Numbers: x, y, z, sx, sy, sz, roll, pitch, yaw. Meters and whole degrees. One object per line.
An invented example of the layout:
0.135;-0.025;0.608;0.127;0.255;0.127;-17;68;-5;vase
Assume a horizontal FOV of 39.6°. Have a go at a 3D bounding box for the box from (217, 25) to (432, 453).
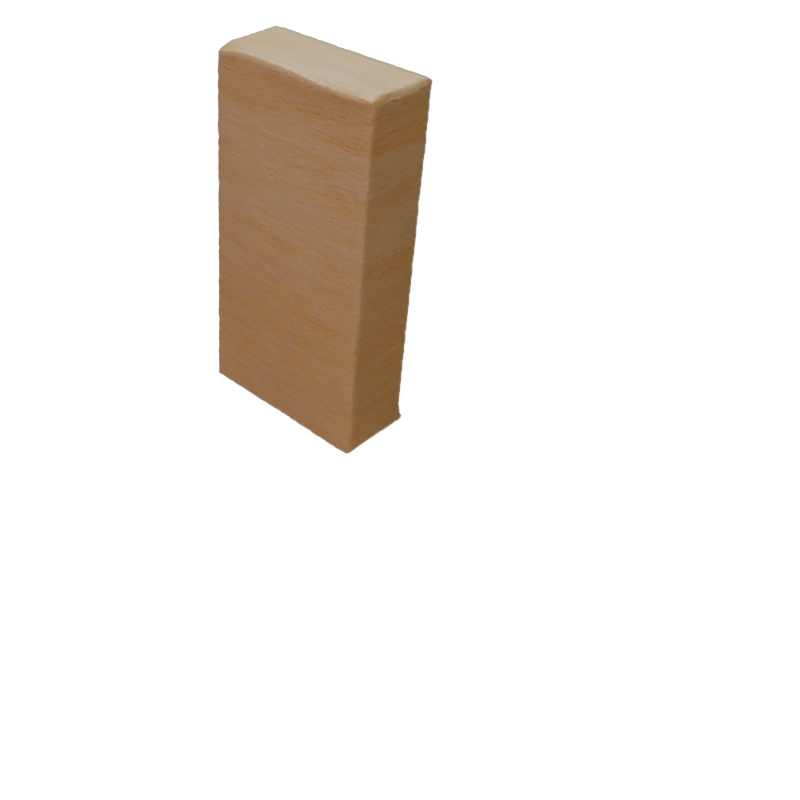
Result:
-0.040;-0.072;0.506;0.099;0.165;0.048;28;41;33;box
